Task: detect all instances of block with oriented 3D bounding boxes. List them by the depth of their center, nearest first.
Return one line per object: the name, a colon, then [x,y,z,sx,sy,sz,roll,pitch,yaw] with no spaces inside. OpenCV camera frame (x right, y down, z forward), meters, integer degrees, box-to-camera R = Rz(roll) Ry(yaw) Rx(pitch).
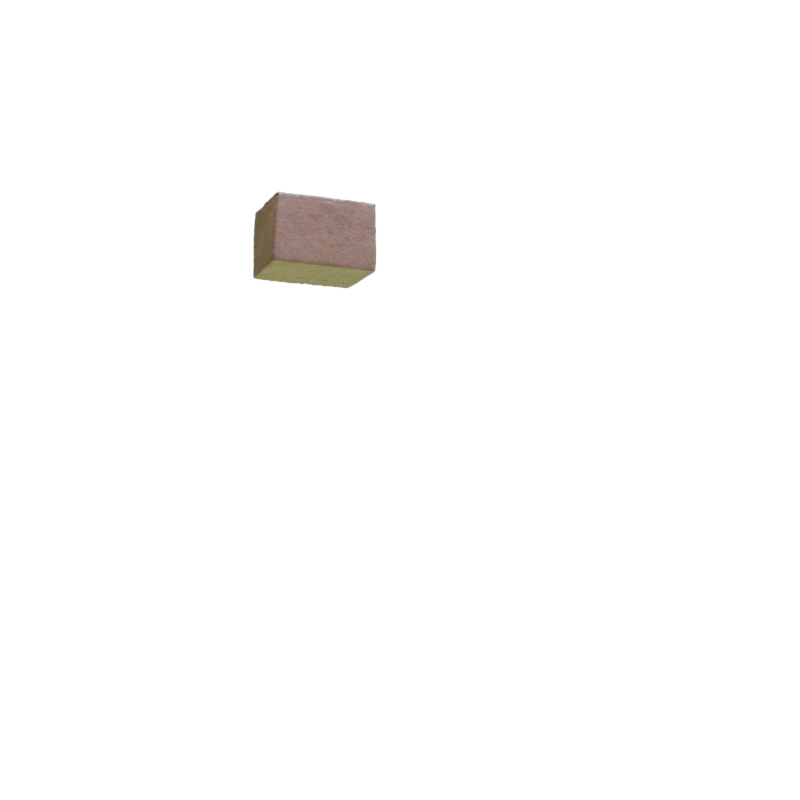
block: [-0.062,-0.114,0.798,0.076,0.053,0.052,4,-14,-22]
